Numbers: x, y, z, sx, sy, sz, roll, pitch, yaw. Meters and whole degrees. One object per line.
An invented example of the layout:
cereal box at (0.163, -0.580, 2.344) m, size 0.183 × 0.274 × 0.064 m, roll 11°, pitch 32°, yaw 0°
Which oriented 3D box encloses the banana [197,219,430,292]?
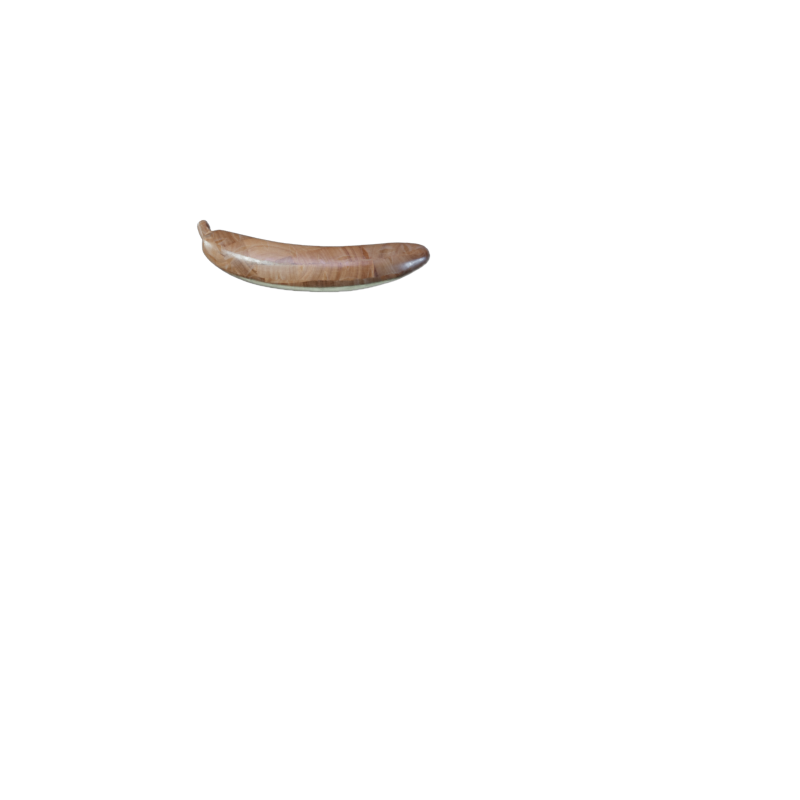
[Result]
banana at (-0.078, -0.116, 0.892) m, size 0.201 × 0.074 × 0.034 m, roll 9°, pitch -42°, yaw 8°
